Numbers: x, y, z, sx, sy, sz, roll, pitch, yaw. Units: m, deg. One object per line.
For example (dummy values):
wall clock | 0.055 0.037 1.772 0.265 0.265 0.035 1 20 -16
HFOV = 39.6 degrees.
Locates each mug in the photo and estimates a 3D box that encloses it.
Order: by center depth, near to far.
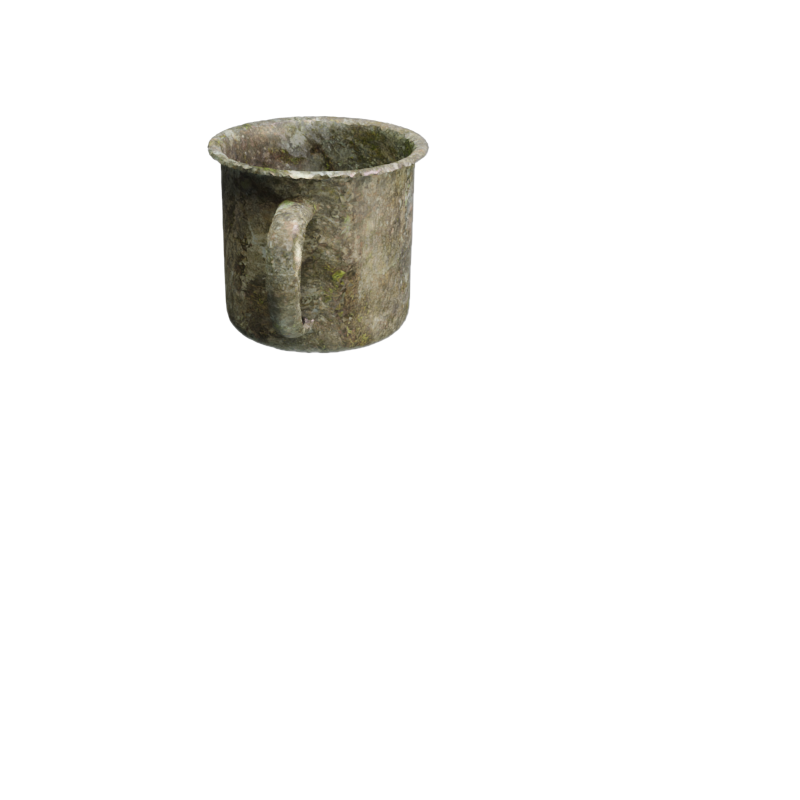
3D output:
mug | -0.037 -0.067 0.470 0.094 0.077 0.122 3 26 5
